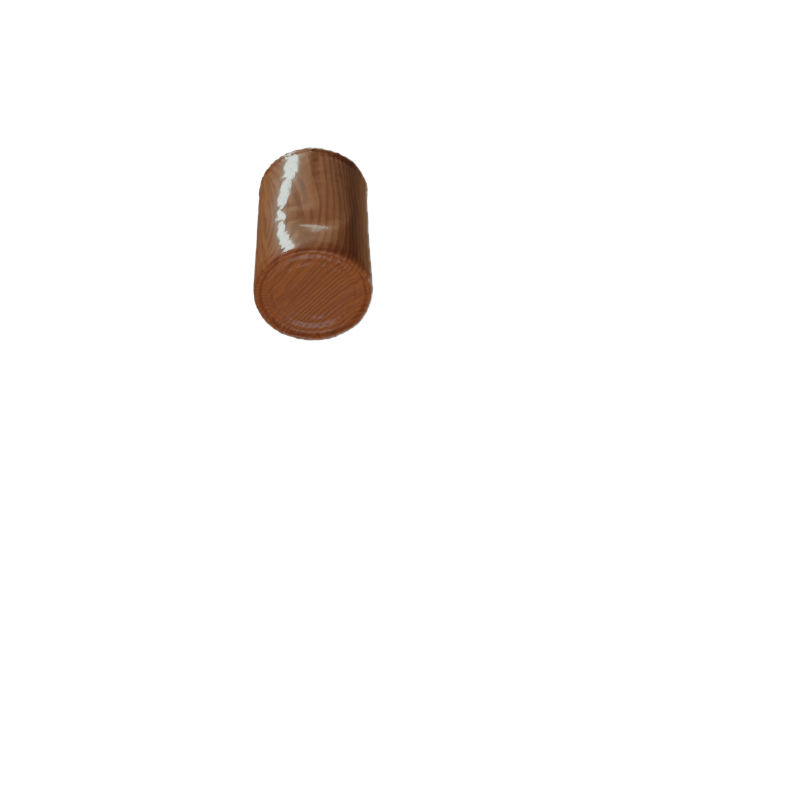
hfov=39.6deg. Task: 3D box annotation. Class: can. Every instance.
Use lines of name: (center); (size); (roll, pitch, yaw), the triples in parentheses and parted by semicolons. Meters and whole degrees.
can: (-0.051, -0.093, 0.650); (0.068, 0.064, 0.110); (-1, 41, -3)
